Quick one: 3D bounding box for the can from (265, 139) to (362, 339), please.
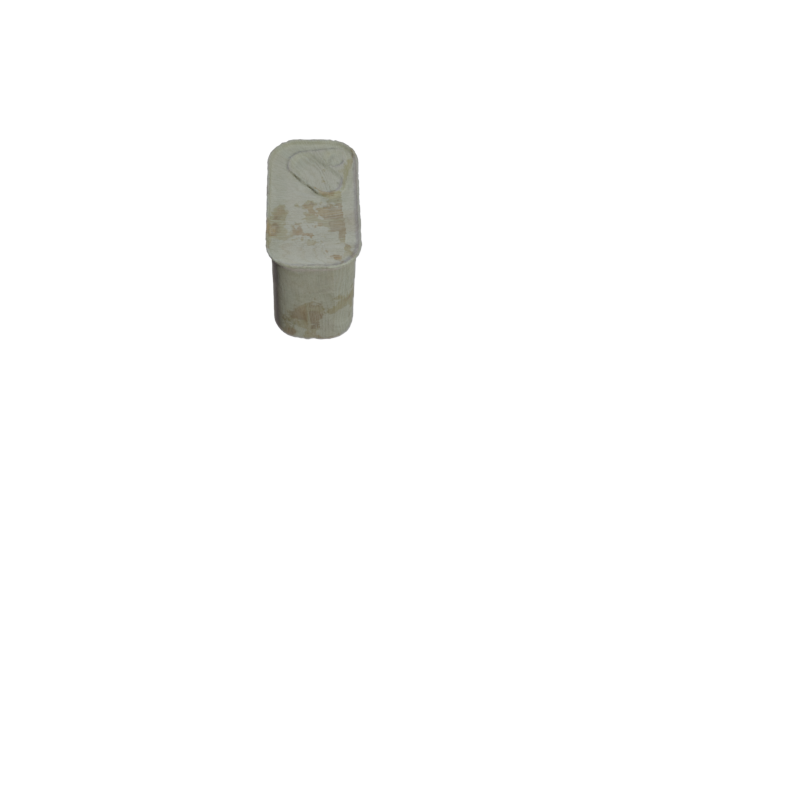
[{"bbox_3d":[-0.055,-0.101,0.708,0.057,0.109,0.078,-1,-34,-3],"label":"can"}]
